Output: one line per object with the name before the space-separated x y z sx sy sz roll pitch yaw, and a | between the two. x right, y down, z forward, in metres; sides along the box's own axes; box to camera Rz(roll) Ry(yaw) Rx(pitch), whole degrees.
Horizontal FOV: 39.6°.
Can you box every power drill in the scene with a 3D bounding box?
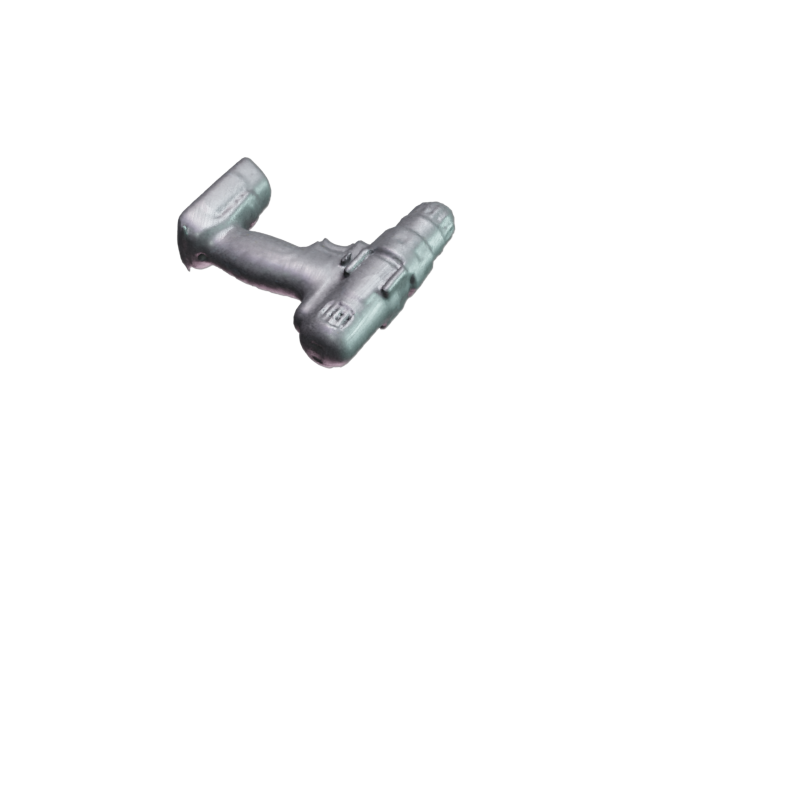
power drill | -0.070 -0.127 0.892 0.197 0.053 0.189 26 52 22
